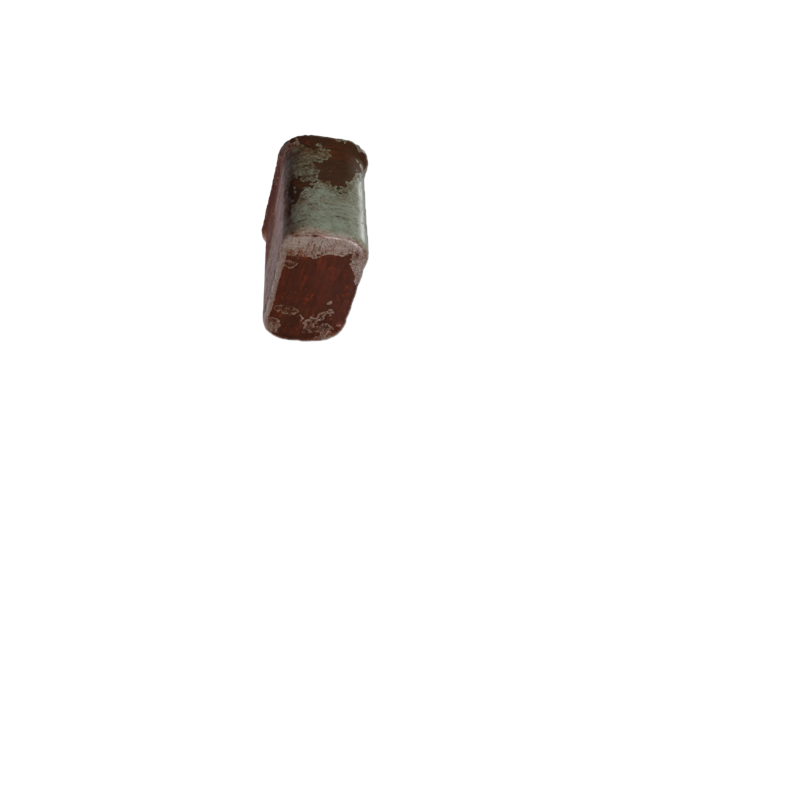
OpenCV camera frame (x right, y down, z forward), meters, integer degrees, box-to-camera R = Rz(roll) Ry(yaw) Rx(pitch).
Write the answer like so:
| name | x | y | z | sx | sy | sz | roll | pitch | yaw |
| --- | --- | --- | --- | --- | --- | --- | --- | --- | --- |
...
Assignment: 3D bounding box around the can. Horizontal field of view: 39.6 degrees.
| name | x | y | z | sx | sy | sz | roll | pitch | yaw |
| --- | --- | --- | --- | --- | --- | --- | --- | --- | --- |
| can | -0.054 | -0.098 | 0.687 | 0.056 | 0.090 | 0.096 | 8 | -43 | -12 |
